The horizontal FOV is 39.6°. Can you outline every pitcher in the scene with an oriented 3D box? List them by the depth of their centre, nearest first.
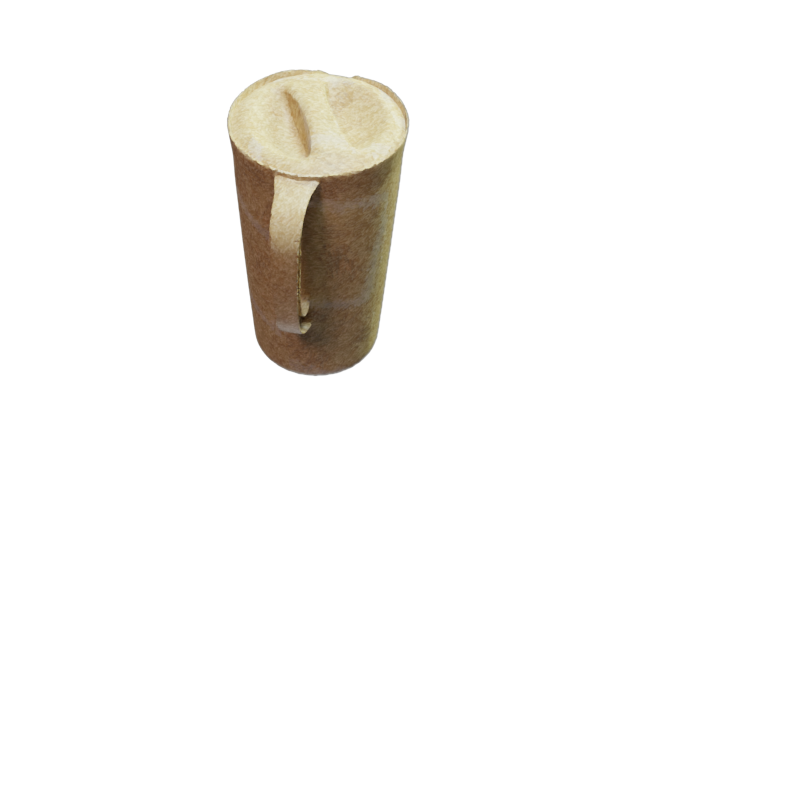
[{"bbox_3d":[-0.069,-0.126,0.881,0.148,0.226,0.156,-26,53,-25],"label":"pitcher"}]
